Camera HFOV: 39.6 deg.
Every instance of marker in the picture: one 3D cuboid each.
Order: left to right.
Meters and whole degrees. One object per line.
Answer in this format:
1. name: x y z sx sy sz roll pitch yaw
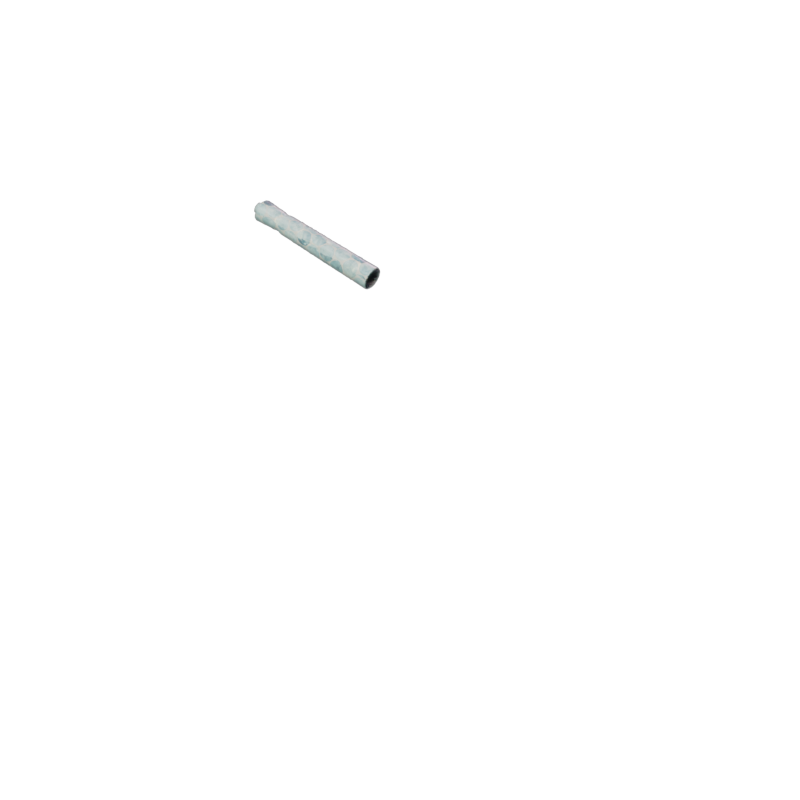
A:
1. marker: -0.068 -0.123 0.864 0.128 0.019 0.019 34 20 27
